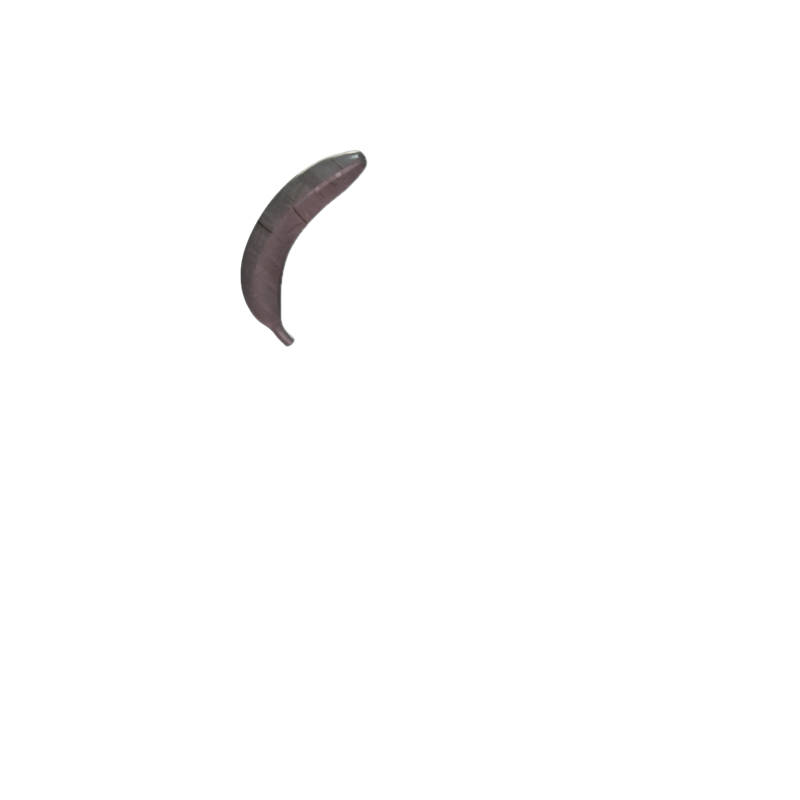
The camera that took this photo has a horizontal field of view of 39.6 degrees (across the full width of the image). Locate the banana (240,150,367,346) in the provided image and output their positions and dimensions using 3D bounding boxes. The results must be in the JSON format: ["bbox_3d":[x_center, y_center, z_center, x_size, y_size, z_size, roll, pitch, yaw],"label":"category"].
[{"bbox_3d":[-0.093,-0.137,0.946,0.068,0.189,0.039,18,31,-13],"label":"banana"}]
